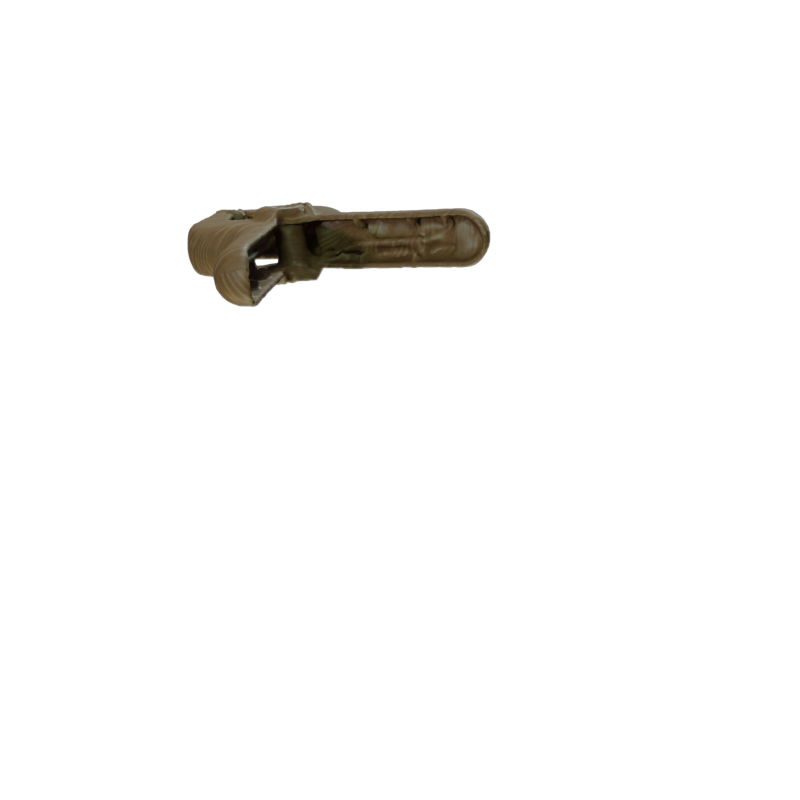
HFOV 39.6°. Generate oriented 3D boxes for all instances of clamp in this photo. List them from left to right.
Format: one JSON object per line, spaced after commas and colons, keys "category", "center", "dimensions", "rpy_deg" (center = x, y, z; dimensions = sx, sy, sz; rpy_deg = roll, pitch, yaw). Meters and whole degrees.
{"category": "clamp", "center": [-0.040, -0.073, 0.510], "dimensions": [0.118, 0.038, 0.180], "rpy_deg": [-5, 16, -18]}
